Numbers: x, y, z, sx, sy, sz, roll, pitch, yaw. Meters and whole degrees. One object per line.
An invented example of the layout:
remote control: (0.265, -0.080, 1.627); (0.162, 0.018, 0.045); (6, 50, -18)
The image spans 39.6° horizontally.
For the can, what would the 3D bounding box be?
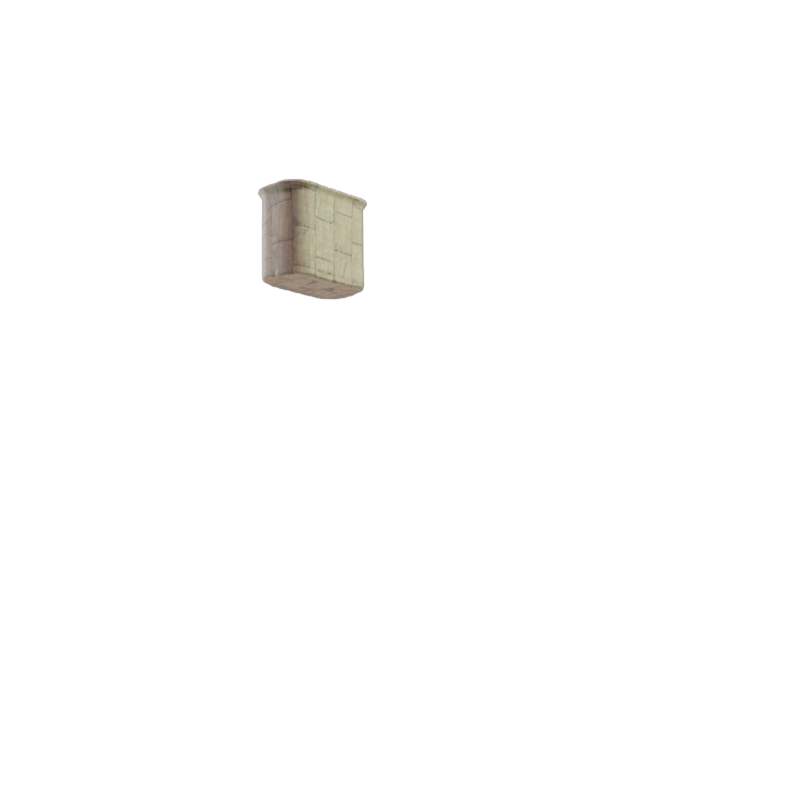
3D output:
can: (-0.076, -0.139, 0.973); (0.059, 0.087, 0.096); (-13, -17, 41)
